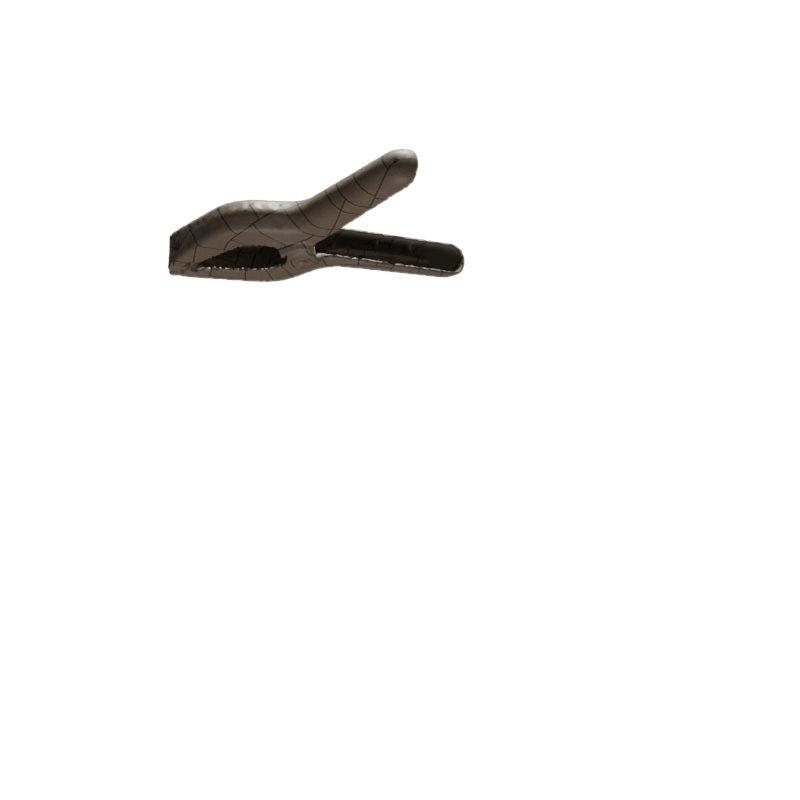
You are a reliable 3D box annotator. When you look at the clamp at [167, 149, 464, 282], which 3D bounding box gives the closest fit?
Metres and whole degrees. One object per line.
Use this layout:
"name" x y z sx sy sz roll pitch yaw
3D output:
"clamp" -0.061 -0.112 0.785 0.214 0.038 0.153 -8 -22 21
